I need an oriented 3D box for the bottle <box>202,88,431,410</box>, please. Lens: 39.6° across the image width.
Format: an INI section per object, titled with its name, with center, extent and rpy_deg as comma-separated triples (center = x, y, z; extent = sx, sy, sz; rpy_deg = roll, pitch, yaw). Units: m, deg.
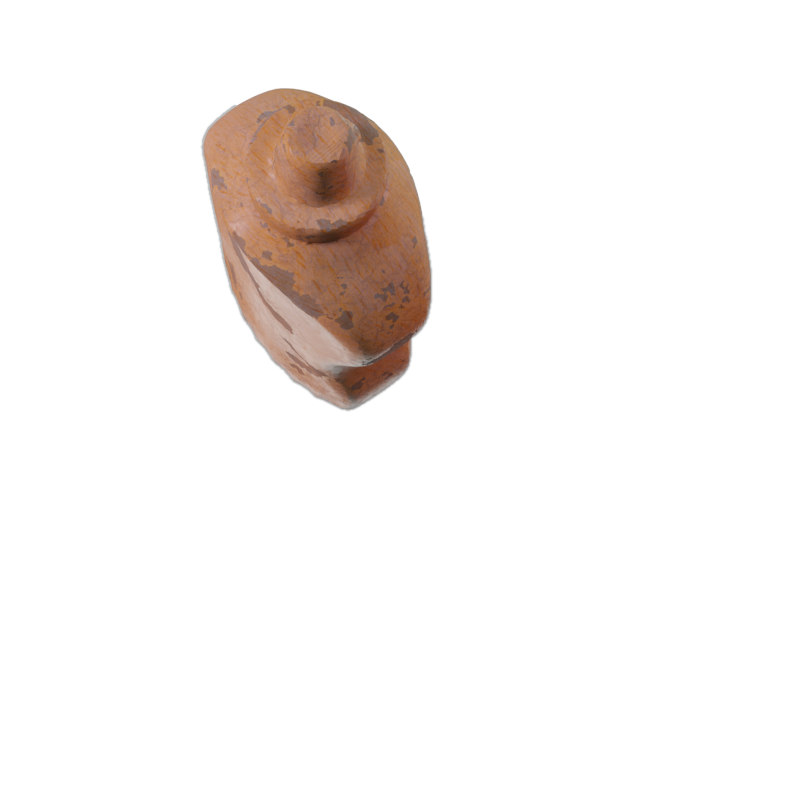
[bottle]
center = -0.030, -0.055, 0.383
extent = 0.058, 0.099, 0.186
rpy_deg = -32, -7, -9
